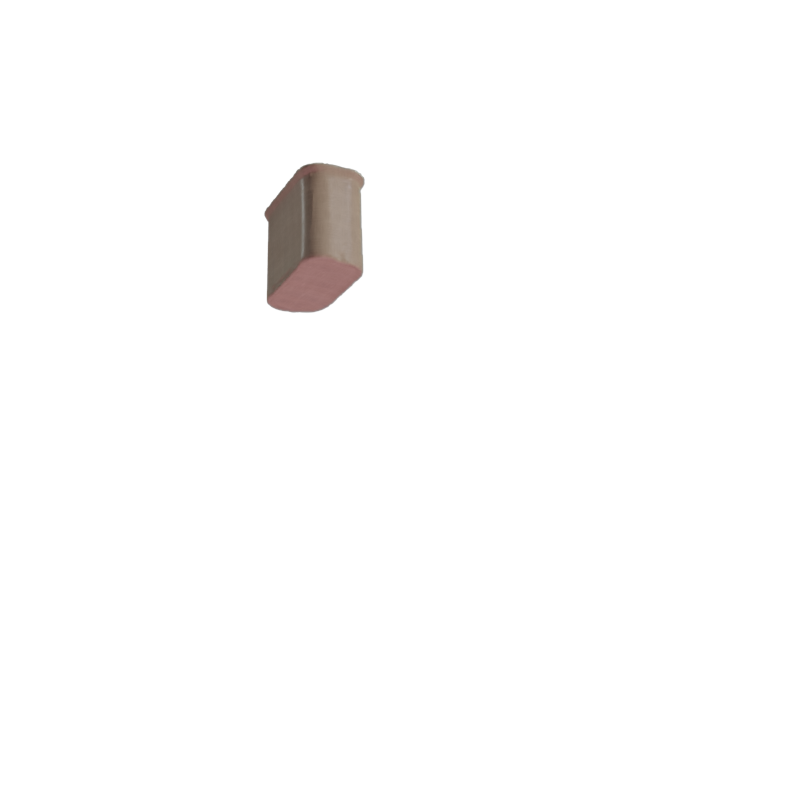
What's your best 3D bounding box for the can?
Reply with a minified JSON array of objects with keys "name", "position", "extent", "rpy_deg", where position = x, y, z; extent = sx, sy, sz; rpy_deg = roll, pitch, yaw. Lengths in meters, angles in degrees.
[{"name":"can","position":[-0.069,-0.126,0.880],"extent":[0.055,0.089,0.100],"rpy_deg":[12,-27,-25]}]
